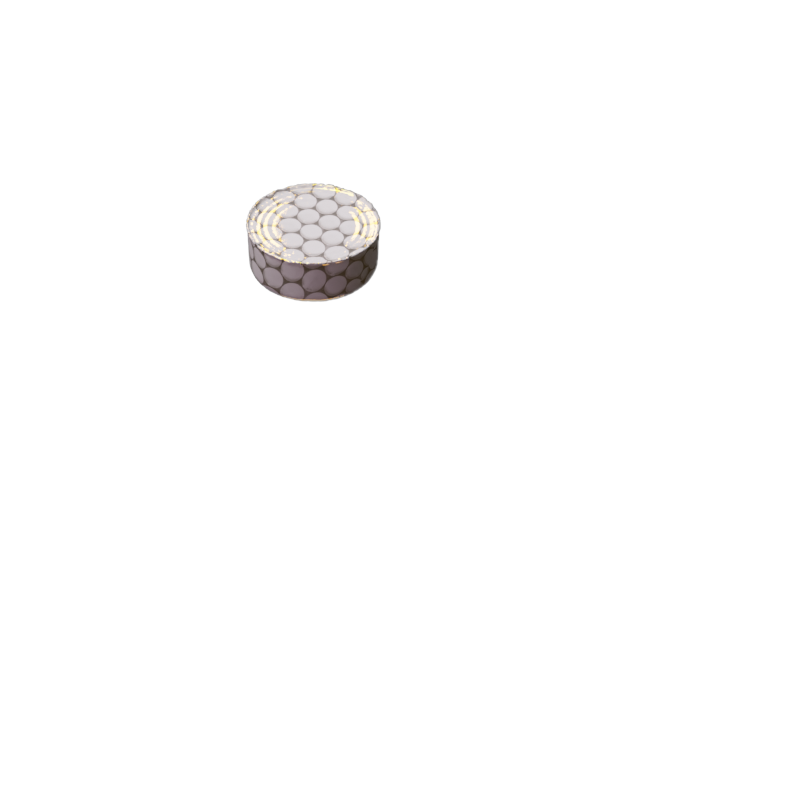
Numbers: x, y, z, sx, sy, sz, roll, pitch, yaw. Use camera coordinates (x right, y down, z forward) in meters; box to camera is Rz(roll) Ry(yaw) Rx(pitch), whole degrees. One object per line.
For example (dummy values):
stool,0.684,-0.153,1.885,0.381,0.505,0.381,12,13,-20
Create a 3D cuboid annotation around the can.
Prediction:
can,-0.056,-0.102,0.715,0.086,0.031,0.092,-1,42,-2
